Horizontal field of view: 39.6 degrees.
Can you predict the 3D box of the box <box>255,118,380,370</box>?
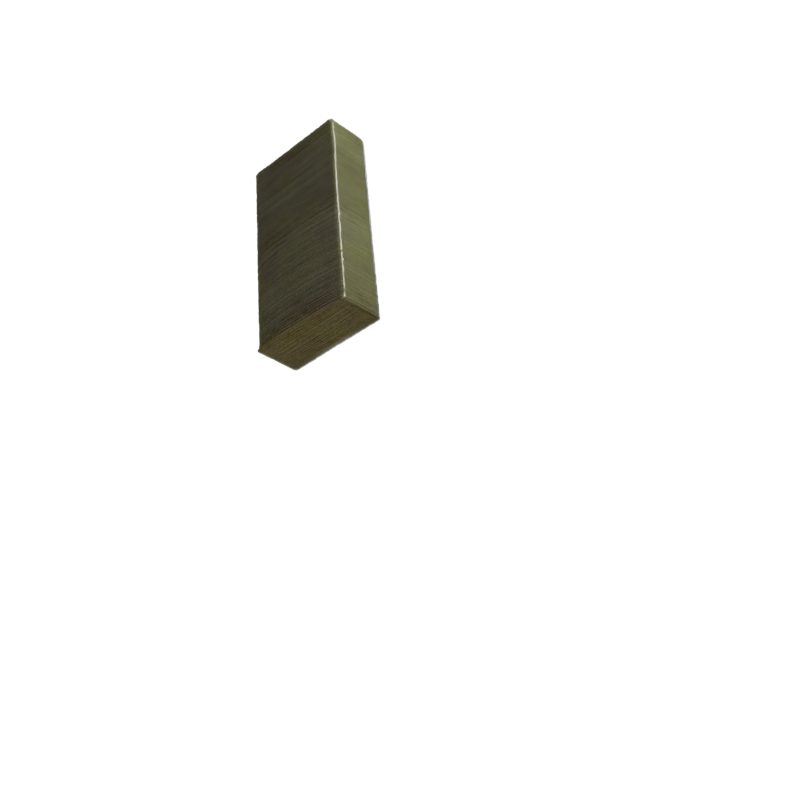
[{"bbox_3d":[-0.066,-0.121,0.848,0.093,0.189,0.045,-31,-44,33],"label":"box"}]
